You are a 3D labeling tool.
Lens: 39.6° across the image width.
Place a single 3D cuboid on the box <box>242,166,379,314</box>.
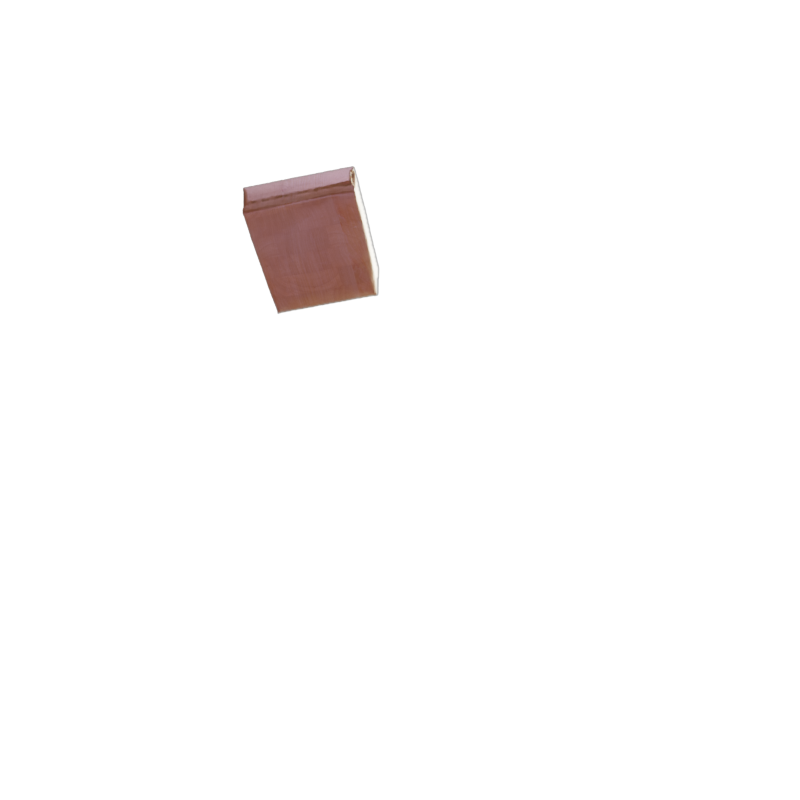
[{"bbox_3d":[-0.069,-0.126,0.883,0.090,0.105,0.042,-9,41,7],"label":"box"}]
